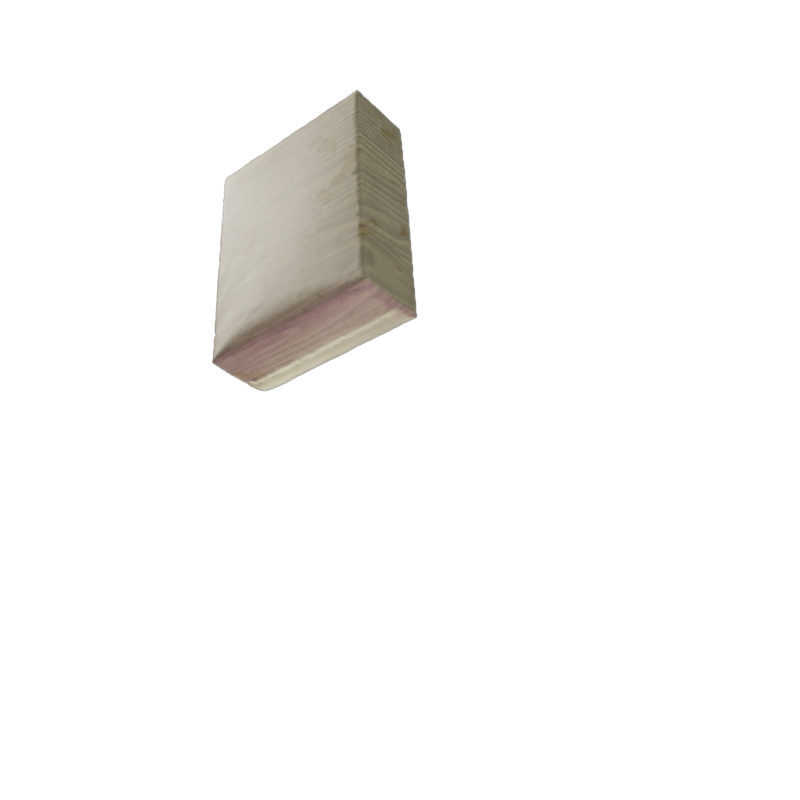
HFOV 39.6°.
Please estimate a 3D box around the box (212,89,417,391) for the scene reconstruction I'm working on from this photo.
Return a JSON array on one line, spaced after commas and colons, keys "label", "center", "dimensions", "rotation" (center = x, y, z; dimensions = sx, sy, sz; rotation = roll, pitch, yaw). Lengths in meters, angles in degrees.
[{"label": "box", "center": [-0.073, -0.134, 0.936], "dimensions": [0.164, 0.229, 0.067], "rotation": [-27, -44, 28]}]
